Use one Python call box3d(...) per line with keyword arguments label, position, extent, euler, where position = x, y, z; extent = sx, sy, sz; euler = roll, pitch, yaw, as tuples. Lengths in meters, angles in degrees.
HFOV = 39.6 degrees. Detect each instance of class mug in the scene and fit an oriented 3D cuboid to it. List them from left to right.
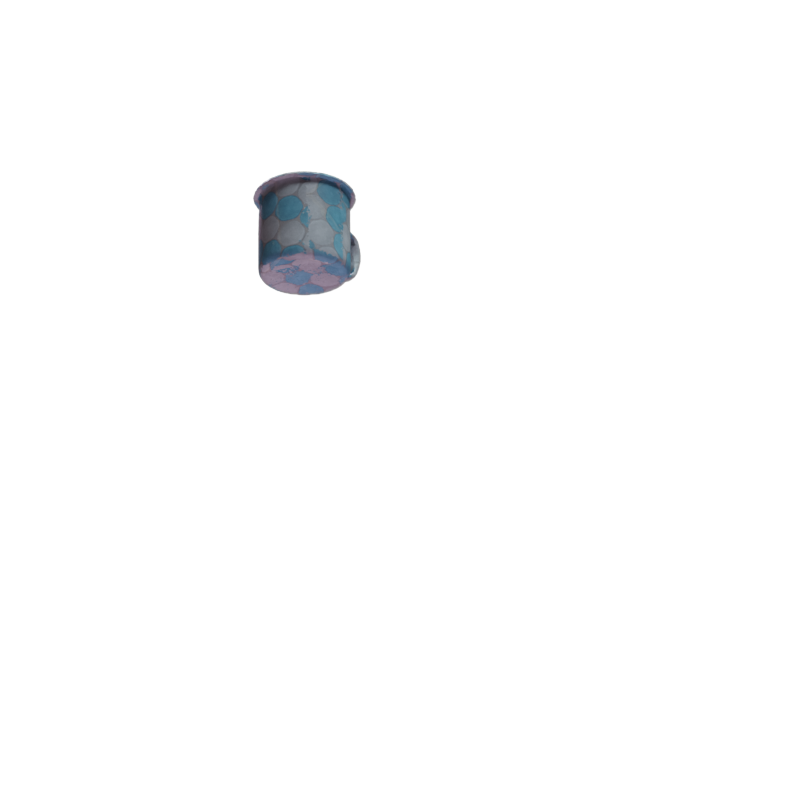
box3d(label="mug", position=(-0.078, -0.143, 0.999), extent=(0.094, 0.086, 0.109), euler=(-19, -30, 35))
